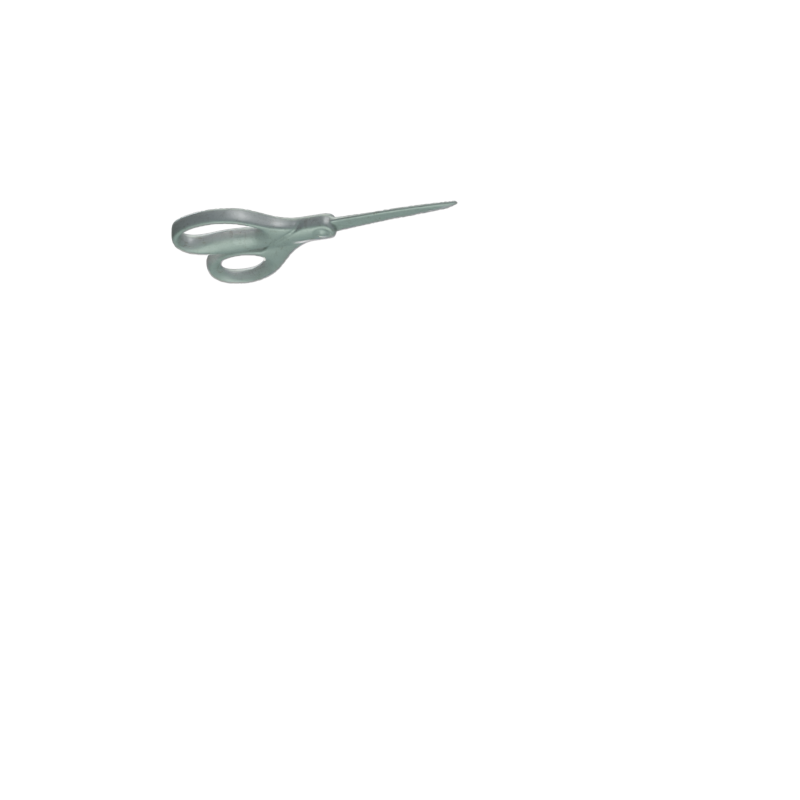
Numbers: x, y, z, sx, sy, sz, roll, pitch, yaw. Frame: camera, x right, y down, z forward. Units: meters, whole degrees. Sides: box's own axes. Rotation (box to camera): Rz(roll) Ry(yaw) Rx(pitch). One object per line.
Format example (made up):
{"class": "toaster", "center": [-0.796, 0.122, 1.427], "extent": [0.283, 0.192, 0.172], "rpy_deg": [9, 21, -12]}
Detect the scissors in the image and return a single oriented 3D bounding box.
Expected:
{"class": "scissors", "center": [-0.063, -0.114, 0.801], "extent": [0.202, 0.017, 0.090], "rpy_deg": [-1, -26, 2]}
